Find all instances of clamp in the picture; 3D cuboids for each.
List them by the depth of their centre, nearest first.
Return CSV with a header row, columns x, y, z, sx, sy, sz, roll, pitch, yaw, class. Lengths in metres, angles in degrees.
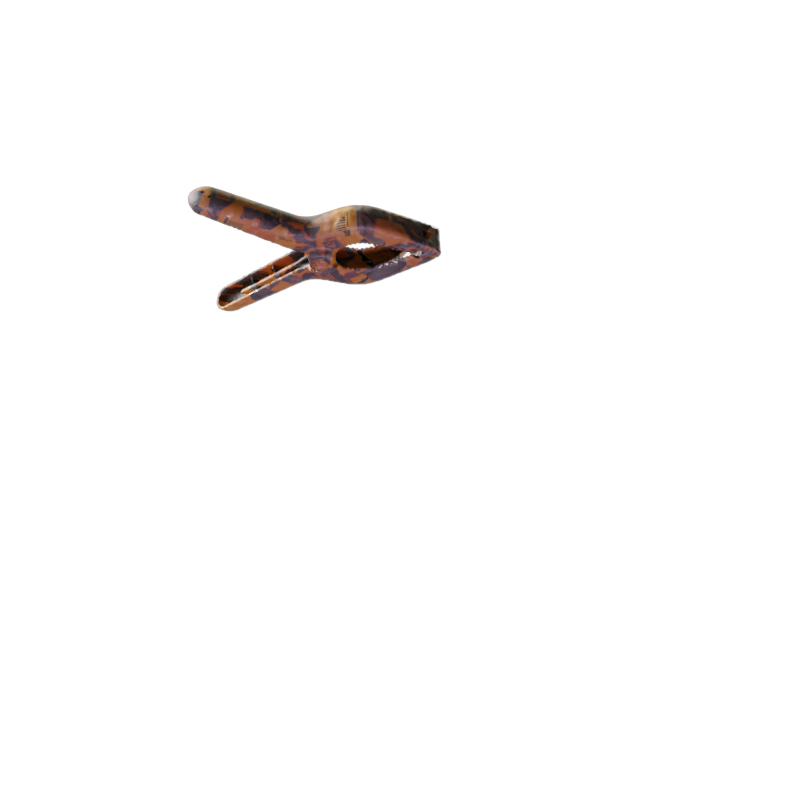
x,y,z,sx,sy,sz,roll,pitch,yaw,class
-0.073,-0.134,0.936,0.212,0.039,0.153,-5,-29,9,clamp
